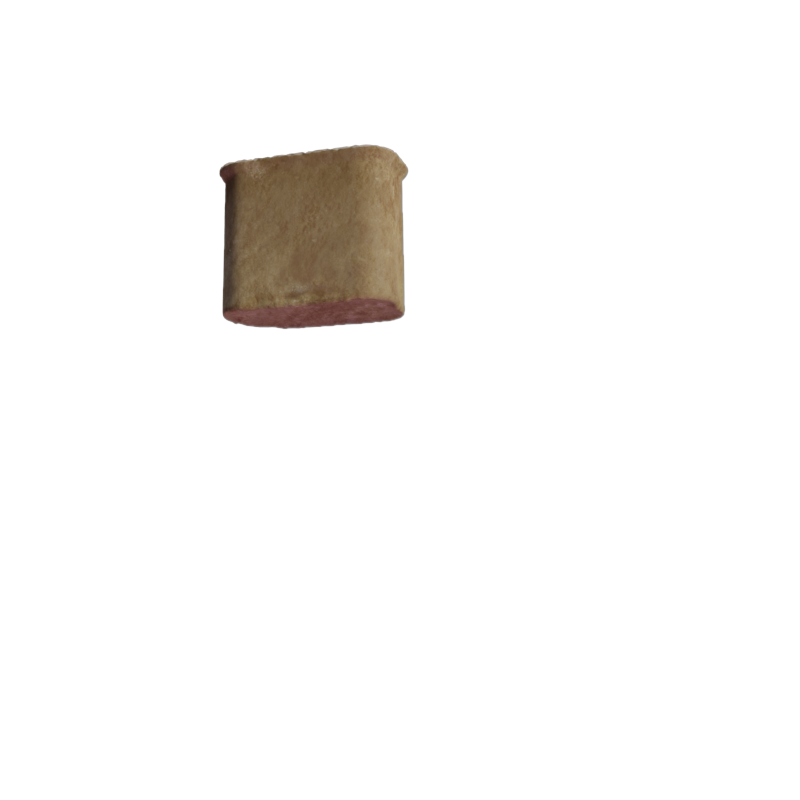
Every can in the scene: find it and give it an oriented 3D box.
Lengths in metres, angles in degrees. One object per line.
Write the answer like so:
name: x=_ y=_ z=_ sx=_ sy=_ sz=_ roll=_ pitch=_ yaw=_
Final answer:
can: x=-0.047 y=-0.086 z=0.602 sx=0.104 sy=0.087 sz=0.054 roll=-5 pitch=-15 yaw=17
